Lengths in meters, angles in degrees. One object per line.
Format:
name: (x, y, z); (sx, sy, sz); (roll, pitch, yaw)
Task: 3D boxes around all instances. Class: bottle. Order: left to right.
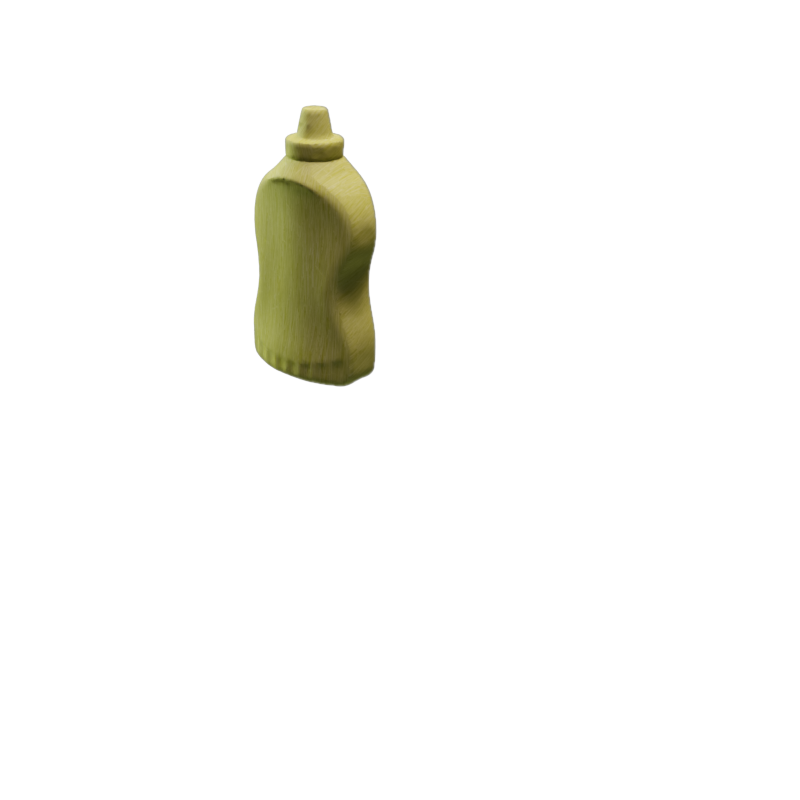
bottle: (-0.061, -0.112, 0.784); (0.102, 0.184, 0.057); (19, 26, 39)
